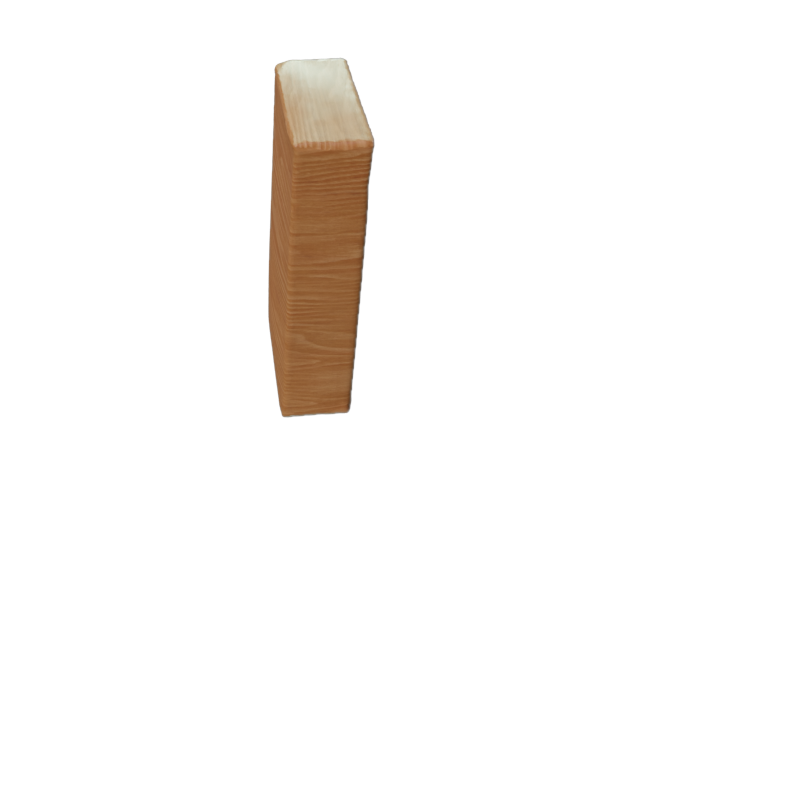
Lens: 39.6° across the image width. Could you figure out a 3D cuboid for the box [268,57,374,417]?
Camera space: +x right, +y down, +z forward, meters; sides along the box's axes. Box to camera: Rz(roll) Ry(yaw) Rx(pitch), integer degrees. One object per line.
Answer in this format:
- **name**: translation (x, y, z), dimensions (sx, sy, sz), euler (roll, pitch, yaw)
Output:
- **box**: translation (-0.047, -0.086, 0.599), dimensions (0.048, 0.165, 0.101), euler (-4, 39, -9)
